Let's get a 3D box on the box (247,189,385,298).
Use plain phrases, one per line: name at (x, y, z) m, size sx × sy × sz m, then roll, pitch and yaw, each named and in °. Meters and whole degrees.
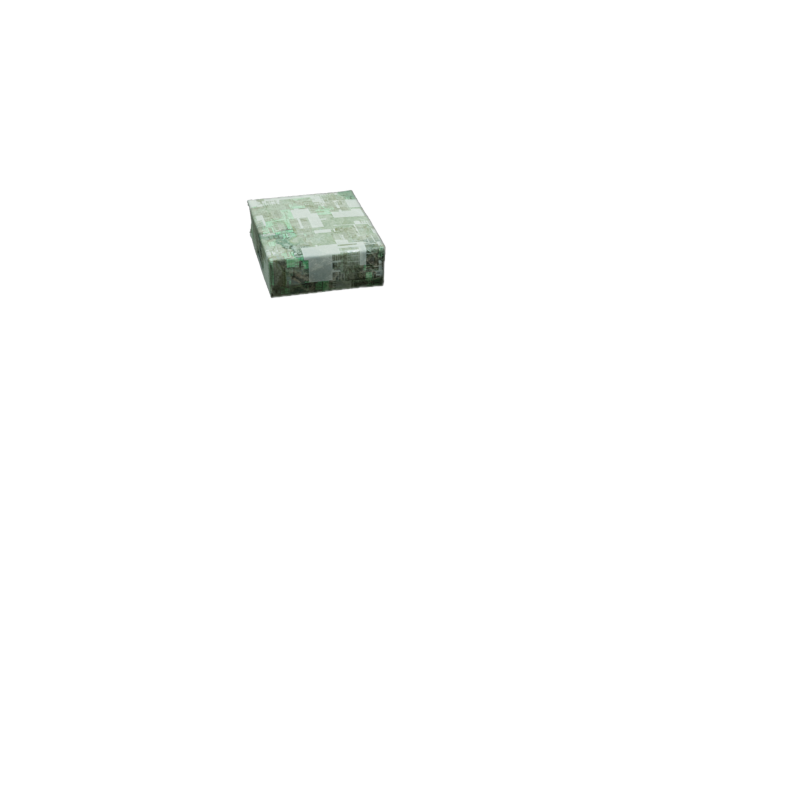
box at (-0.068, -0.125, 0.875) m, size 0.089 × 0.037 × 0.122 m, roll -7°, pitch 31°, yaw -12°
